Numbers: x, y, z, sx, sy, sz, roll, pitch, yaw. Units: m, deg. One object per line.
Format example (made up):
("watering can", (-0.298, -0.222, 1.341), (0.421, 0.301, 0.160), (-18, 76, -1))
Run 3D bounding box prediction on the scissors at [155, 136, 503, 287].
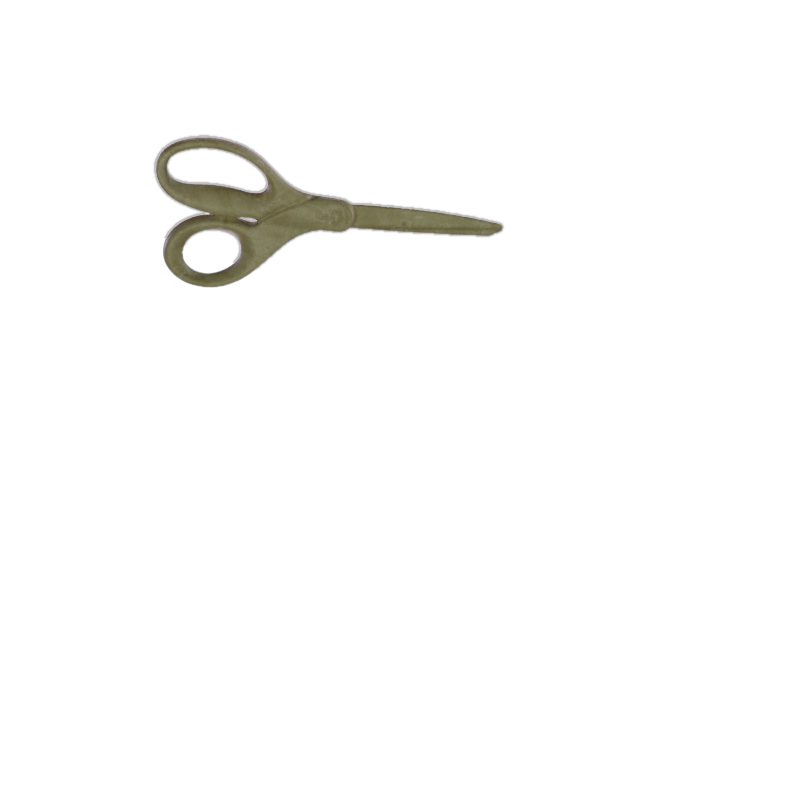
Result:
("scissors", (-0.051, -0.092, 0.647), (0.199, 0.094, 0.016), (20, 15, -5))
